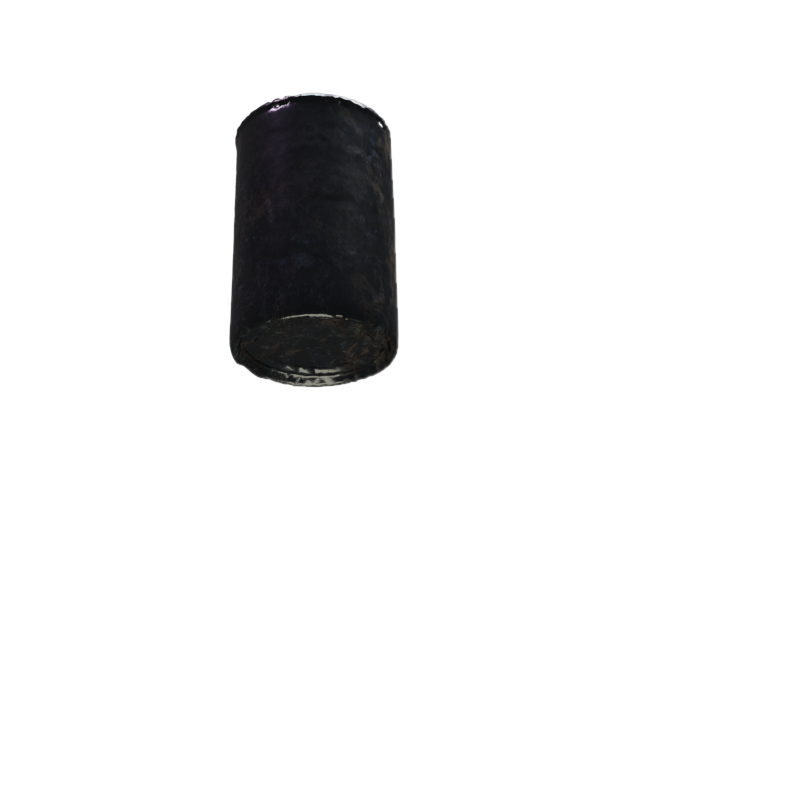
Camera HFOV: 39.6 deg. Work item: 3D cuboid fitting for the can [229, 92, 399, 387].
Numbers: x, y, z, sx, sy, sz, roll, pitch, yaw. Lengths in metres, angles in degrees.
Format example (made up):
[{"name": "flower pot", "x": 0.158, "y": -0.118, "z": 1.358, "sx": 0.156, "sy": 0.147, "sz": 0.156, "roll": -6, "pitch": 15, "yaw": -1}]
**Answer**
[{"name": "can", "x": -0.036, "y": -0.065, "z": 0.456, "sx": 0.068, "sy": 0.109, "sz": 0.064, "roll": 0, "pitch": -28, "yaw": -2}]
